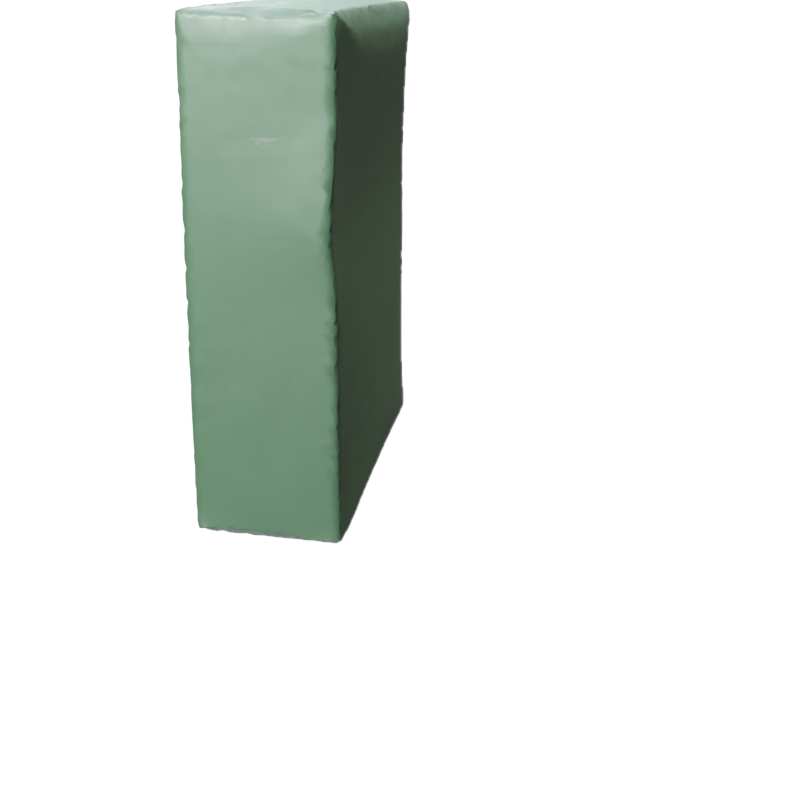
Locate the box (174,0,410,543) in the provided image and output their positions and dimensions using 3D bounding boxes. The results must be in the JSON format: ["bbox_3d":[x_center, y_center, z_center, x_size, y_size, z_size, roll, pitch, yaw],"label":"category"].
[{"bbox_3d":[-0.039,-0.072,0.503,0.073,0.206,0.168,4,17,9],"label":"box"}]
